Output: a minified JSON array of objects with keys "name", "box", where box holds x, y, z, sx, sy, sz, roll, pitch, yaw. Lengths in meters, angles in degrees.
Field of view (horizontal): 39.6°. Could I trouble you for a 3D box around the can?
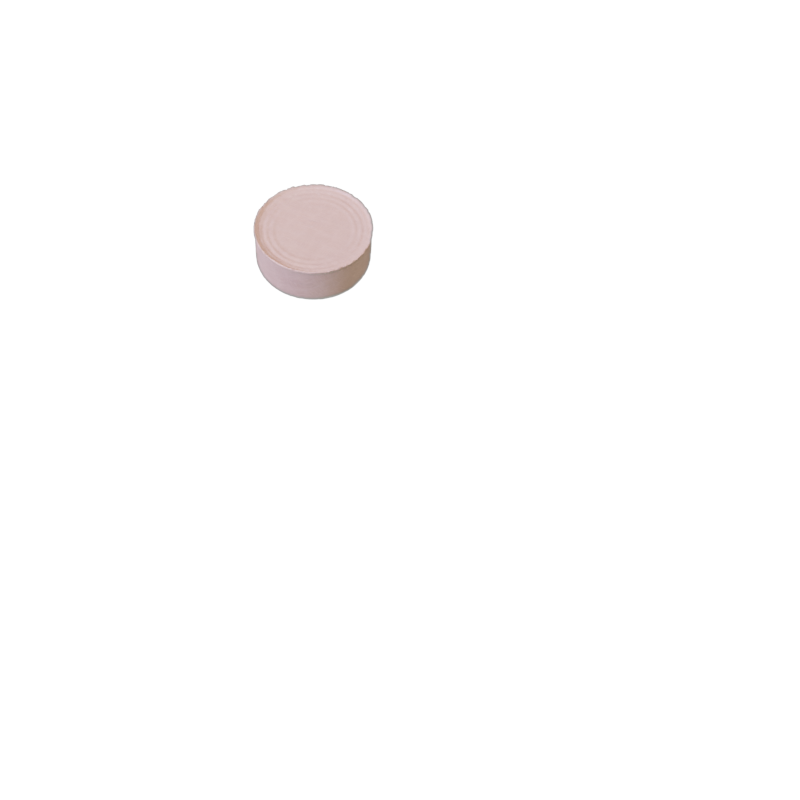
[{"name":"can","box":[-0.063,-0.115,0.804,0.086,0.092,0.031,-1,-38,-1]}]
